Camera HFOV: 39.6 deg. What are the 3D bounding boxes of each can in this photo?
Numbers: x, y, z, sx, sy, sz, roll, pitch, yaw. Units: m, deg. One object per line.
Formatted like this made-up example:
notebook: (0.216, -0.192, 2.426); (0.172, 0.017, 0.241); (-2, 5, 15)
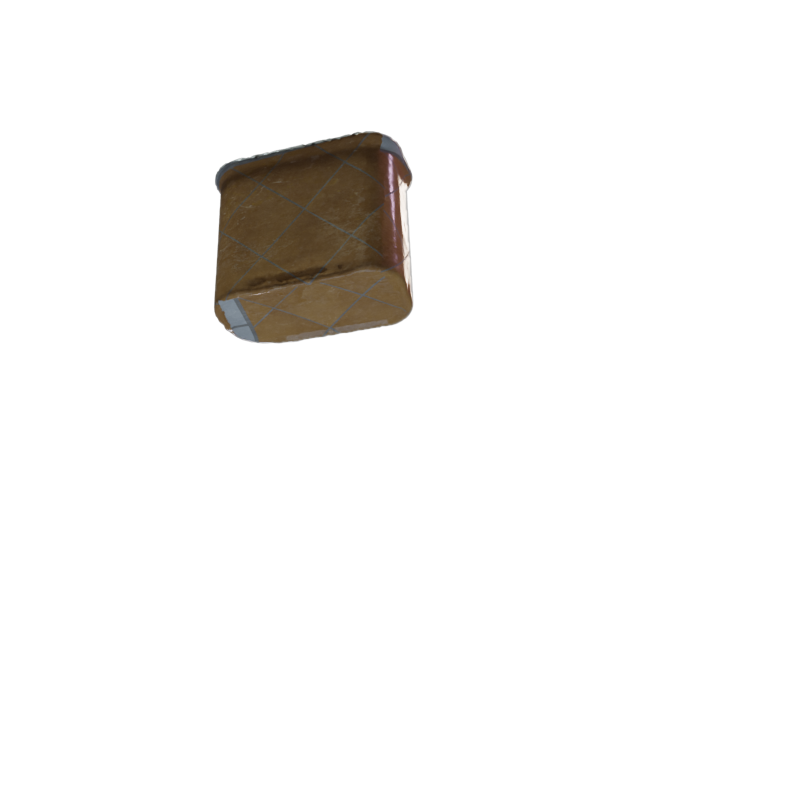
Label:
can: (-0.044, -0.080, 0.564); (0.103, 0.089, 0.053); (-10, -33, 14)
